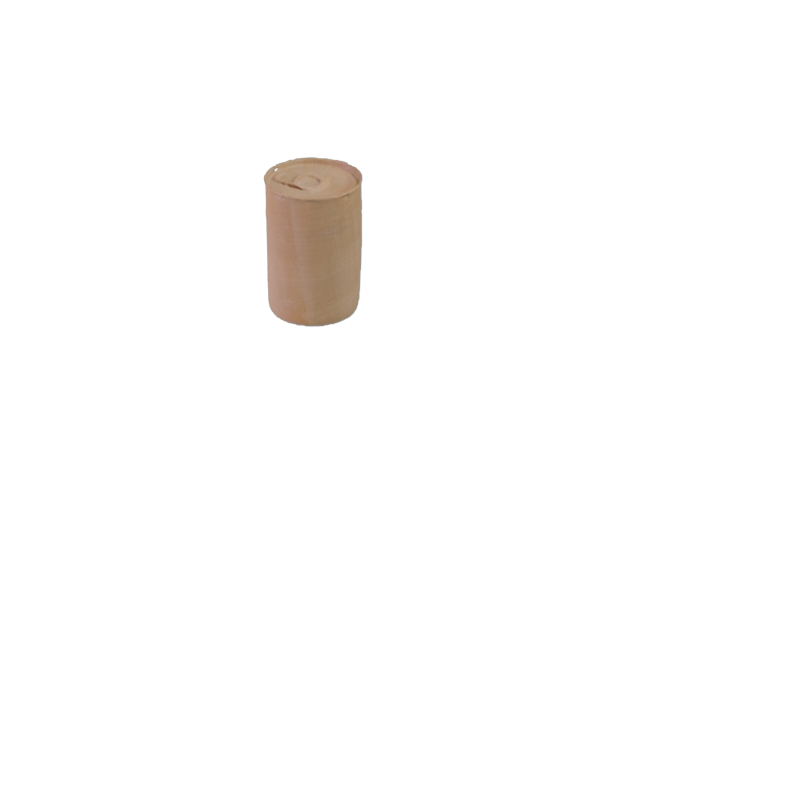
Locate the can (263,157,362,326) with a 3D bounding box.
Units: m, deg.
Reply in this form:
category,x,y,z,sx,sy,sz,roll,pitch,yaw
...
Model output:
category,x,y,z,sx,sy,sz,roll,pitch,yaw
can,-0.061,-0.112,0.785,0.068,0.096,0.073,0,31,-3
